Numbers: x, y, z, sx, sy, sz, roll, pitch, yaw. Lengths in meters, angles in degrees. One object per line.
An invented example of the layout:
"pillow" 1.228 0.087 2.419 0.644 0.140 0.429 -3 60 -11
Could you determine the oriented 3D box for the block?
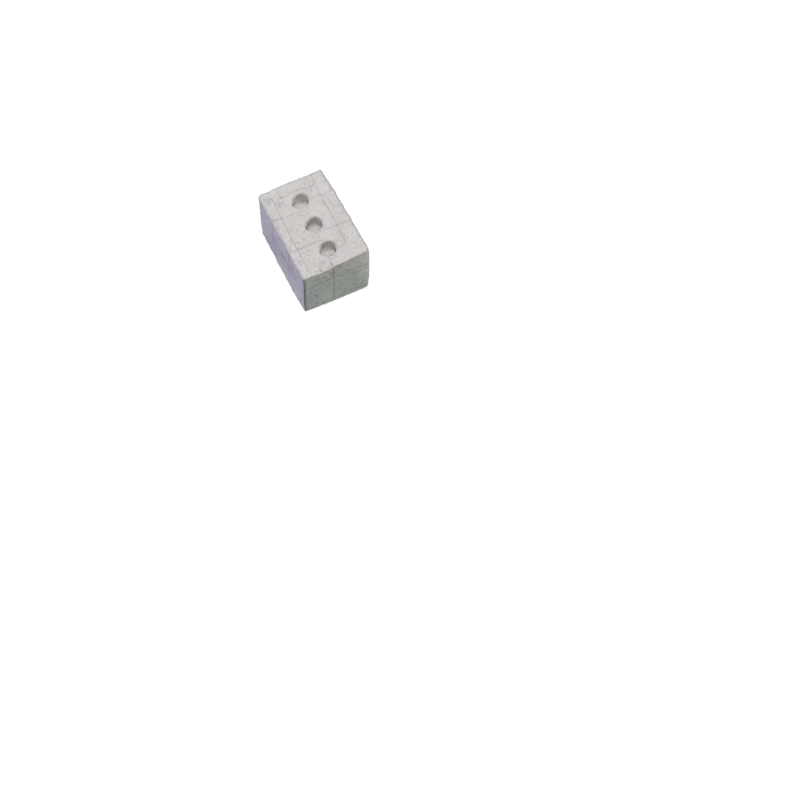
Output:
"block" -0.063 -0.114 0.800 0.052 0.083 0.048 -24 -24 -13
